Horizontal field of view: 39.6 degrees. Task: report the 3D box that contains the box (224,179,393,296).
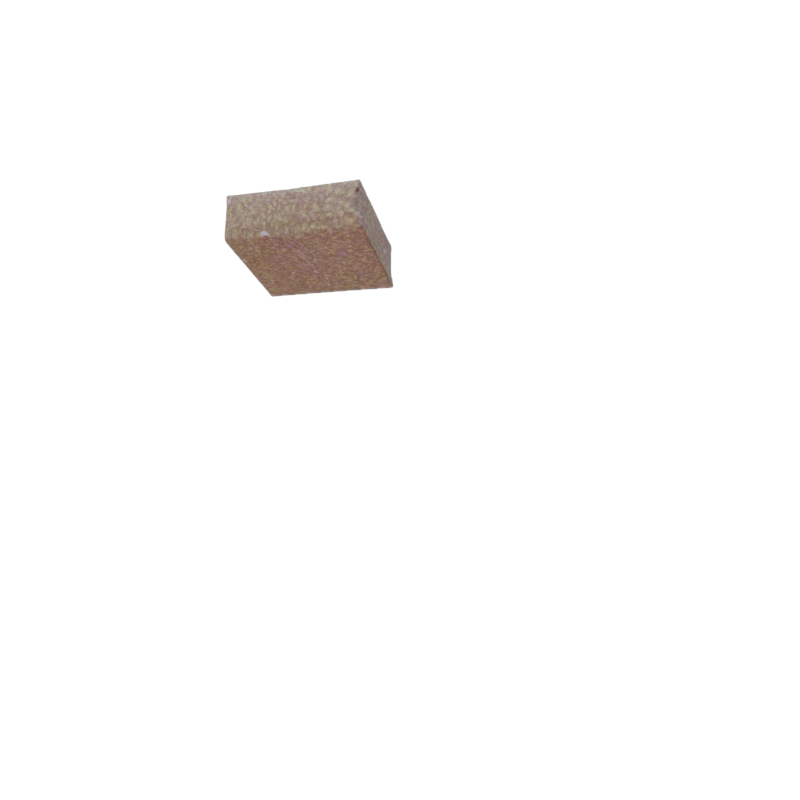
[{"bbox_3d":[-0.047,-0.087,0.607,0.074,0.032,0.084,-4,-17,12],"label":"box"}]
